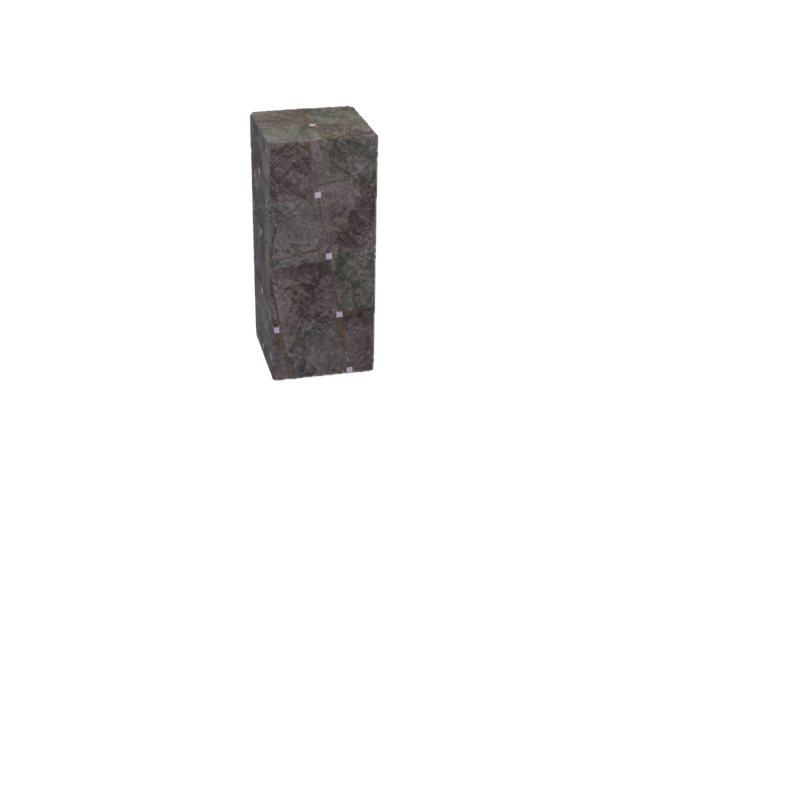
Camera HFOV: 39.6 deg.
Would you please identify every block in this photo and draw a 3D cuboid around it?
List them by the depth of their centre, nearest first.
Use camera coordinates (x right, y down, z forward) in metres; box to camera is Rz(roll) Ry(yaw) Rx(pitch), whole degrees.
[{"bbox_3d":[-0.073,-0.132,0.924,0.089,0.195,0.097,-5,26,-14],"label":"block"}]
